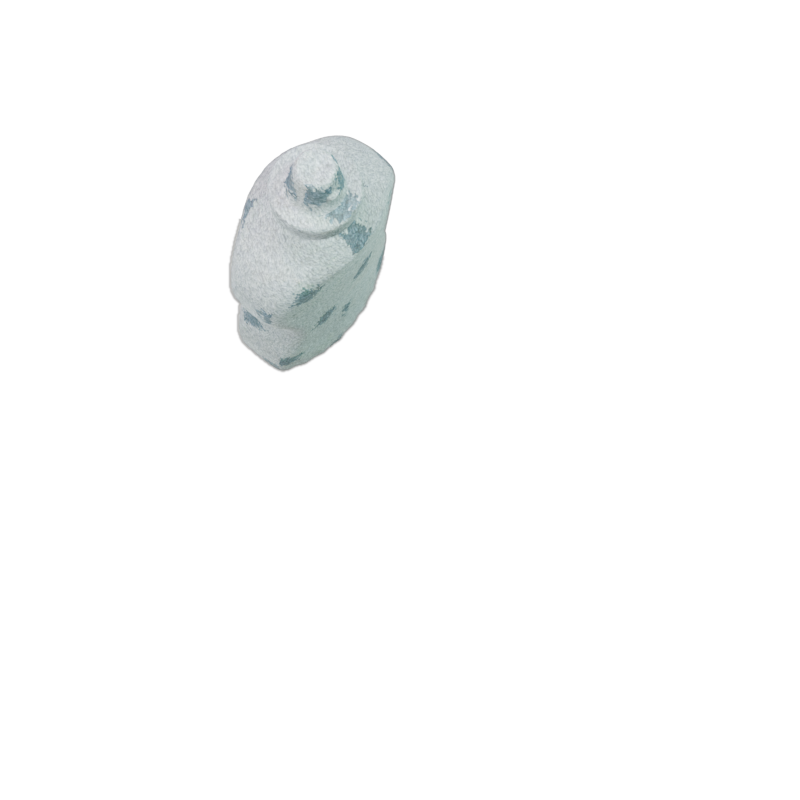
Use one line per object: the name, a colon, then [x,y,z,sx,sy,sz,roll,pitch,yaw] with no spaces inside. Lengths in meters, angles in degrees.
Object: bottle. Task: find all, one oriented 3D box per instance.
bottle: [-0.042,-0.077,0.538,0.060,0.097,0.185,39,-12,4]
